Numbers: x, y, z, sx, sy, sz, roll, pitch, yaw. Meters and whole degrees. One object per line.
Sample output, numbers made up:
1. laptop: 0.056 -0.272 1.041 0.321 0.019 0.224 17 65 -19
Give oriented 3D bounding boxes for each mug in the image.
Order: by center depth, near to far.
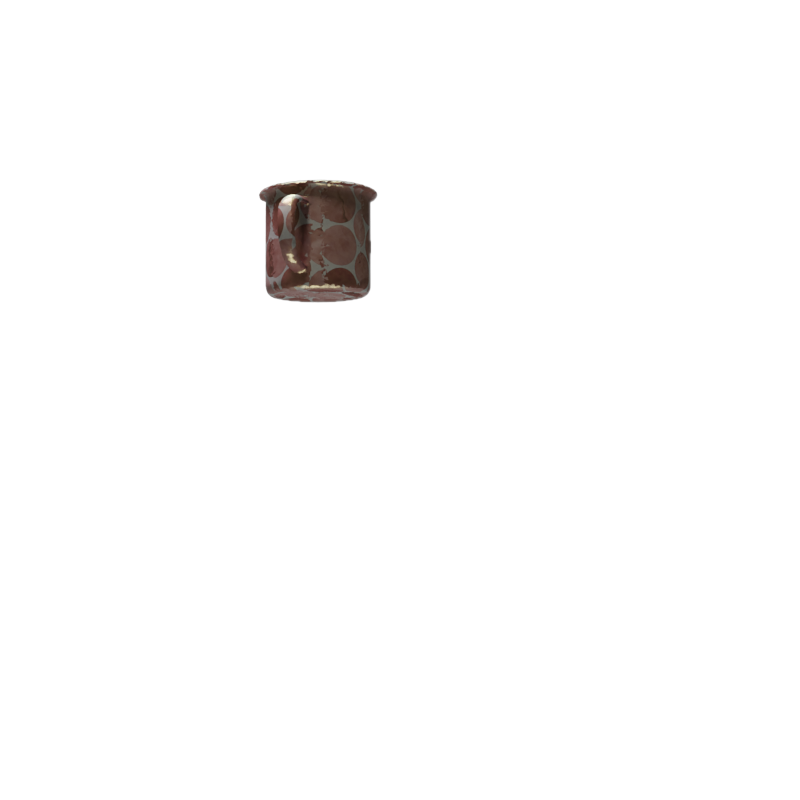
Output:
1. mug: -0.067 -0.122 0.853 0.095 0.083 0.113 -2 -6 15
